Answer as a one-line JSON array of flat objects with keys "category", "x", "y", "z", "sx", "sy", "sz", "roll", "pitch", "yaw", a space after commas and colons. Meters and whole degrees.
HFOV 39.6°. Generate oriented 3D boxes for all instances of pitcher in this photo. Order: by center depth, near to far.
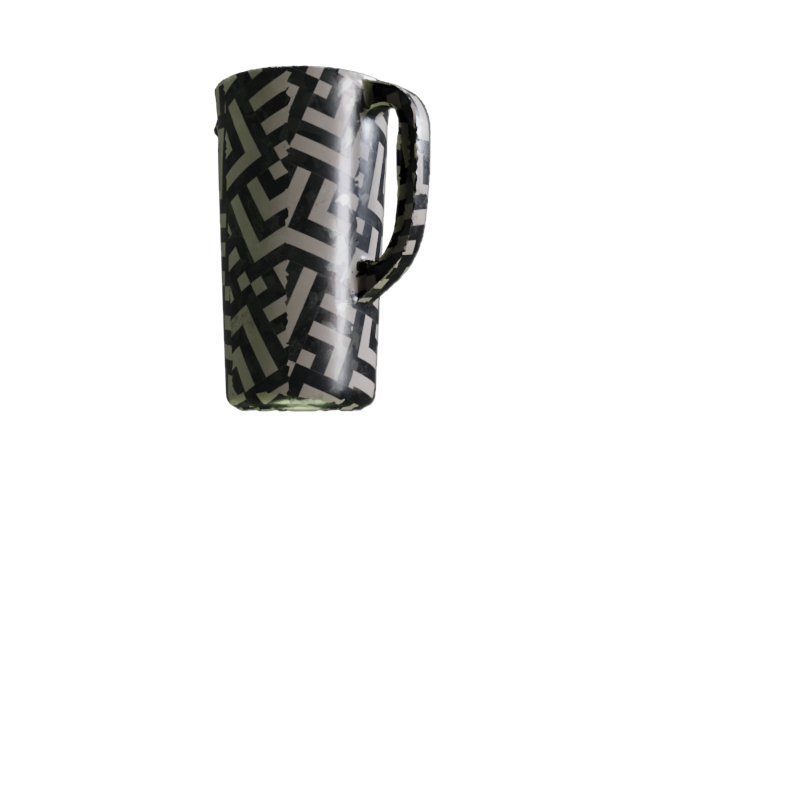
[{"category": "pitcher", "x": -0.063, "y": -0.115, "z": 0.807, "sx": 0.143, "sy": 0.248, "sz": 0.149, "roll": 1, "pitch": -7, "yaw": -12}]
